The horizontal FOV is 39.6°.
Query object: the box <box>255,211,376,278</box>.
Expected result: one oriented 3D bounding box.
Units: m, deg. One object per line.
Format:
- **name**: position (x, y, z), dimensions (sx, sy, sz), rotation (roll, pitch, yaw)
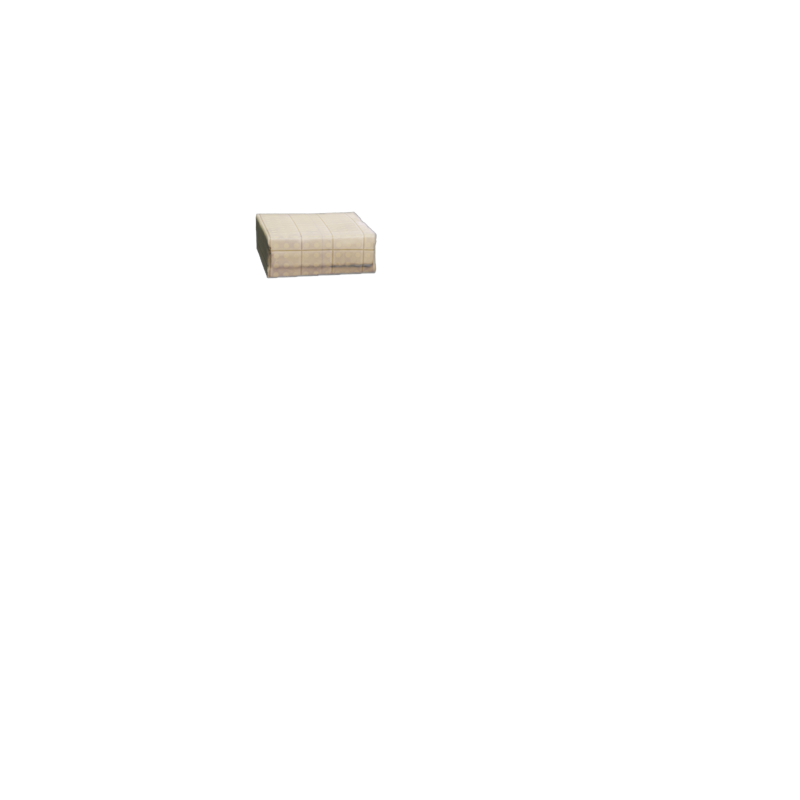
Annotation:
- **box**: position (-0.059, -0.109, 0.760), dimensions (0.072, 0.029, 0.093), rotation (-3, 19, -9)
